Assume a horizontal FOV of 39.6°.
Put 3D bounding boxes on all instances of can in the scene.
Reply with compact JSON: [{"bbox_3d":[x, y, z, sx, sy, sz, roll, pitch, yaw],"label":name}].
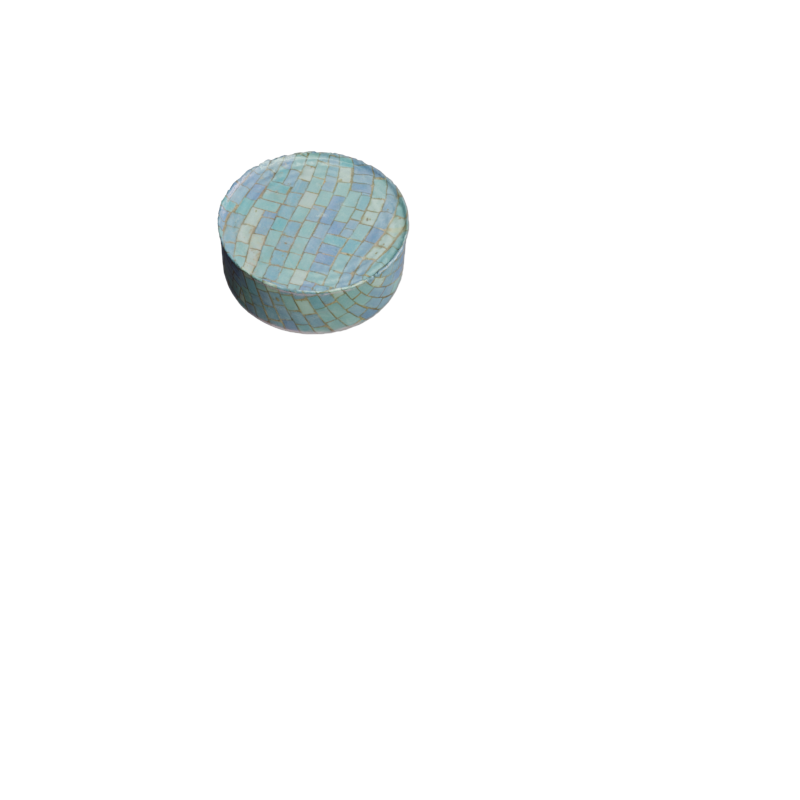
[{"bbox_3d":[-0.040,-0.072,0.507,0.086,0.092,0.031,-1,-38,-1],"label":"can"}]
